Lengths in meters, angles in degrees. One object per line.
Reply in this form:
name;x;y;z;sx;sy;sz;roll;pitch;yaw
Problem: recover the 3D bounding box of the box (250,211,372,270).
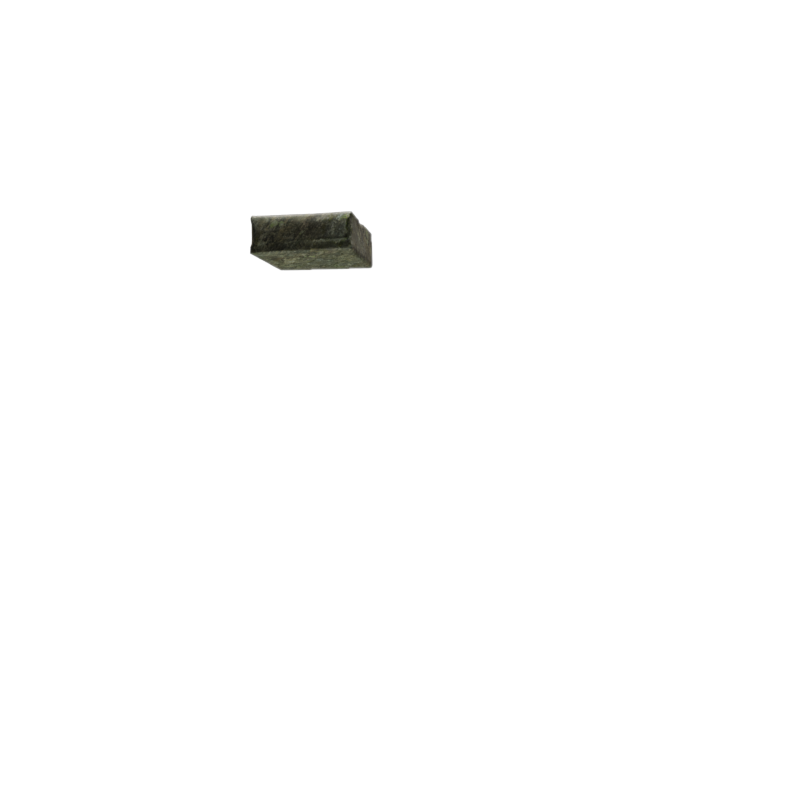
box;-0.063;-0.115;0.808;0.074;0.031;0.086;-1;-3;10
